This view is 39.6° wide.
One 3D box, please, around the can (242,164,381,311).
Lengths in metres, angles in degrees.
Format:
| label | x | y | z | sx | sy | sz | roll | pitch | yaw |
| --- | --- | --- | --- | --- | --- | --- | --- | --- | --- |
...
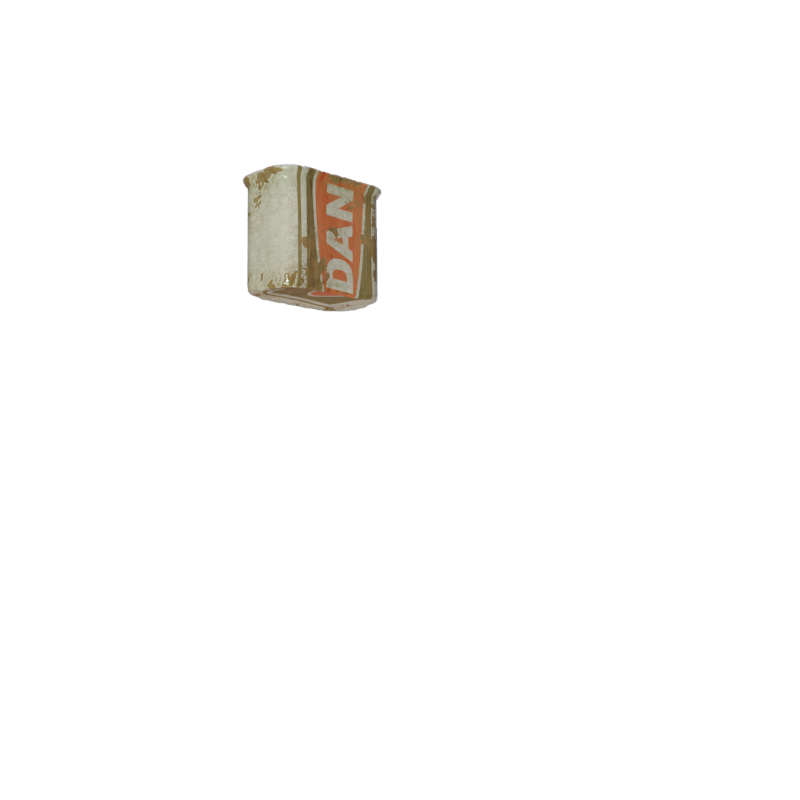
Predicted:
| label | x | y | z | sx | sy | sz | roll | pitch | yaw |
| --- | --- | --- | --- | --- | --- | --- | --- | --- | --- |
| can | -0.061 | -0.111 | 0.775 | 0.059 | 0.086 | 0.097 | -12 | -15 | 44 |
